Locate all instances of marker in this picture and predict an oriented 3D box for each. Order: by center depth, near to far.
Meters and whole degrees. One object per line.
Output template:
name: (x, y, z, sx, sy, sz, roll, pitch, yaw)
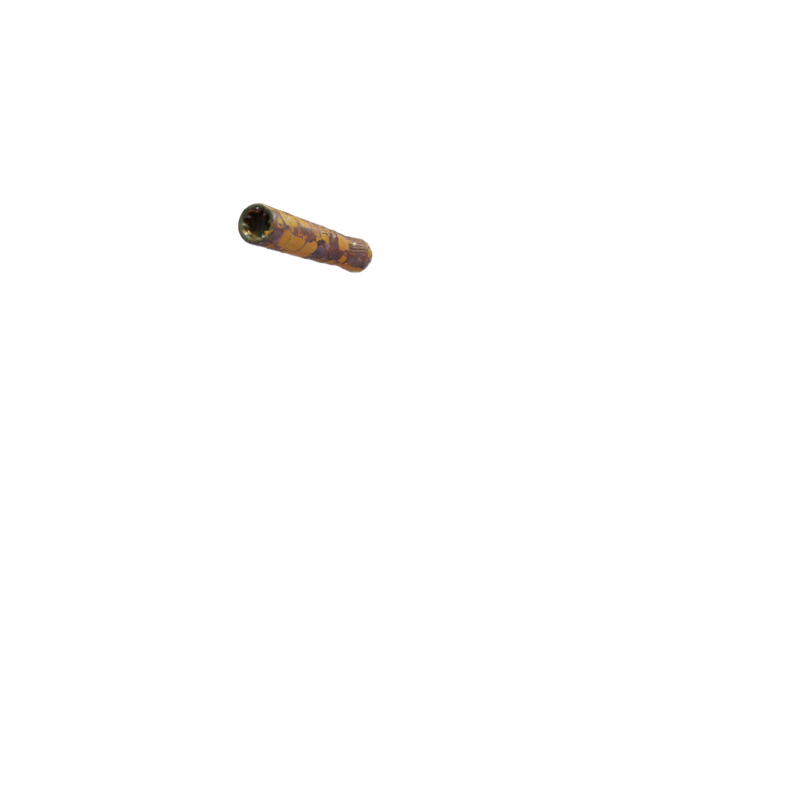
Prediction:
marker: (-0.042, -0.077, 0.541, 0.020, 0.020, 0.116, 2, 0, 21)
